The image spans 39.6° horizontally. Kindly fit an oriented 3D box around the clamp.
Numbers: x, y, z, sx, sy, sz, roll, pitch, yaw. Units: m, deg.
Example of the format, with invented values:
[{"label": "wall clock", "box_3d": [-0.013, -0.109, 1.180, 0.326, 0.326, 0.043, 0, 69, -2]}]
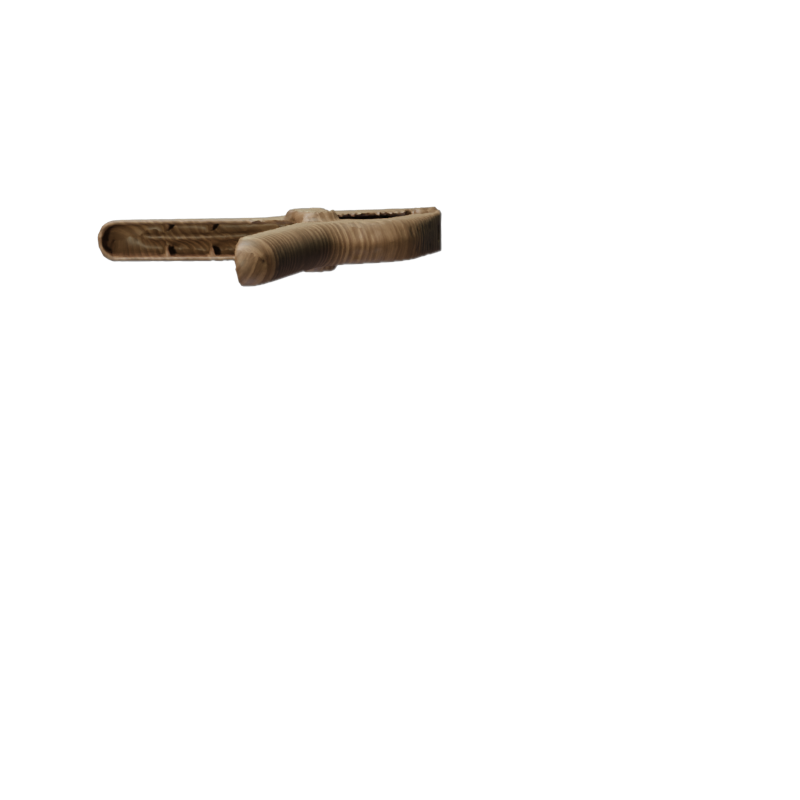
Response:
[{"label": "clamp", "box_3d": [-0.051, -0.092, 0.645, 0.204, 0.035, 0.173, -9, 16, -30]}]
